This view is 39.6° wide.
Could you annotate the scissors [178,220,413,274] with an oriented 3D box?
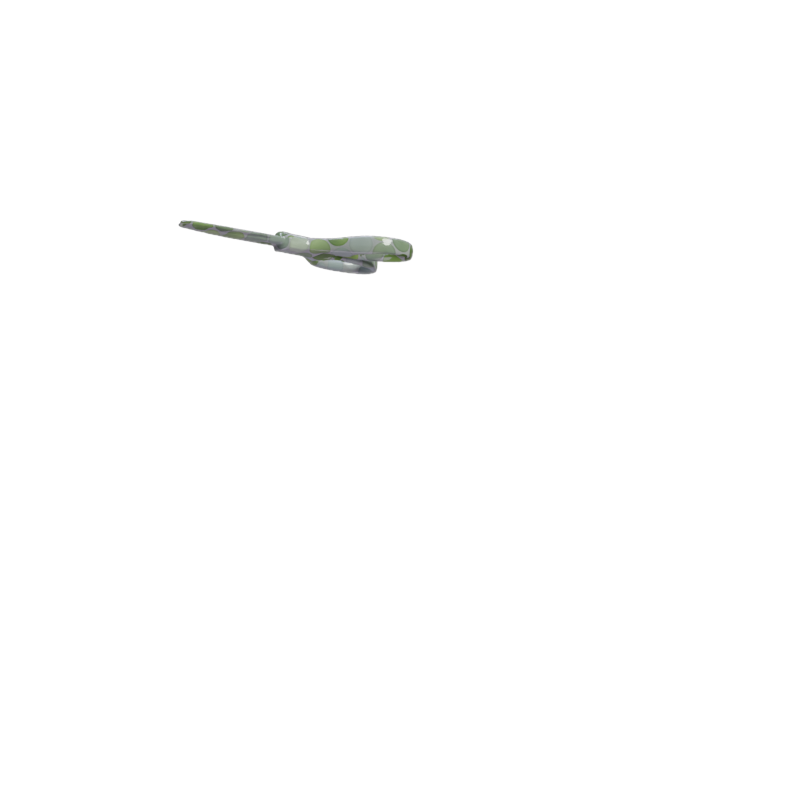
[{"bbox_3d":[-0.066,-0.120,0.844,0.099,0.016,0.191,-3,-6,33],"label":"scissors"}]
